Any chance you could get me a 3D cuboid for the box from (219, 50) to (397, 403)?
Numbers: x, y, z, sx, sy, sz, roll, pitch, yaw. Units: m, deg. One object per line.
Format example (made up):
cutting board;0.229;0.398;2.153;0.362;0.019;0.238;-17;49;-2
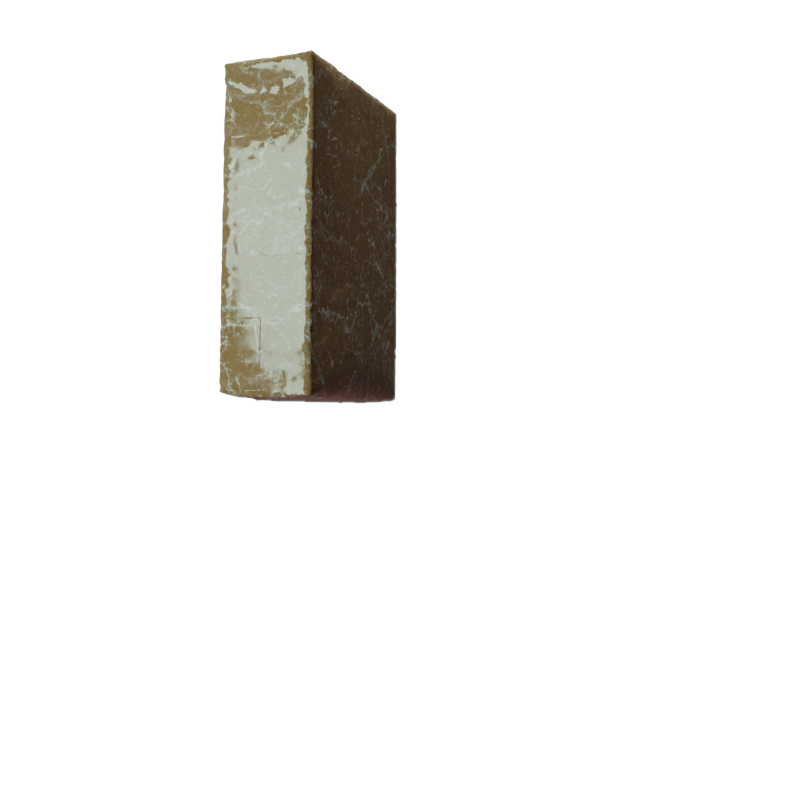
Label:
box;-0.058;-0.107;0.747;0.073;0.218;0.158;-3;-6;19
